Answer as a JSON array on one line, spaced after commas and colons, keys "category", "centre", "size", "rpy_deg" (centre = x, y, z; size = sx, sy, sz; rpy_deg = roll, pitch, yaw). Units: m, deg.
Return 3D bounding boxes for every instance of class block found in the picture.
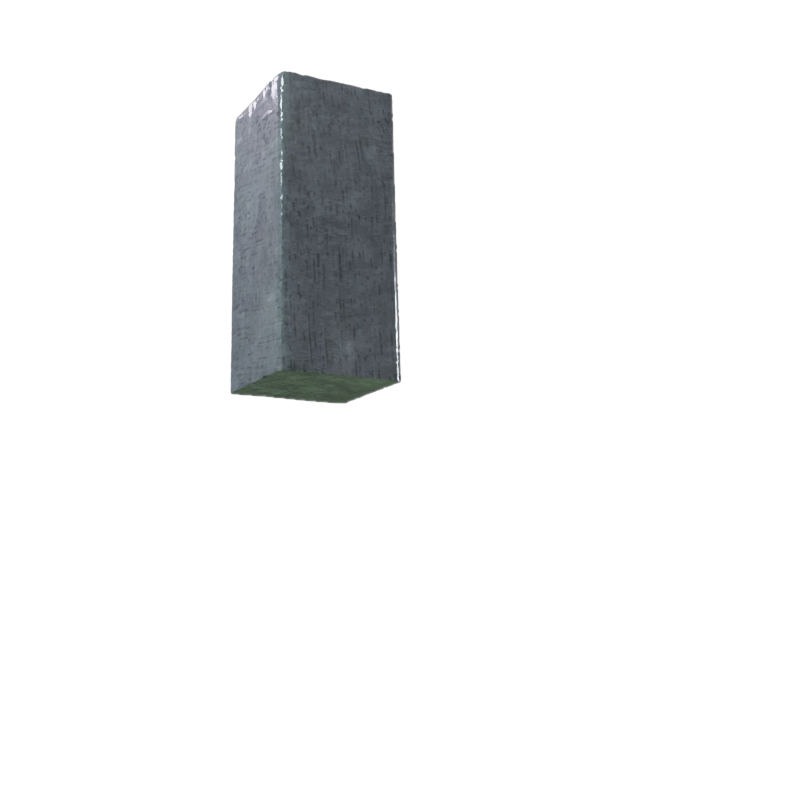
[{"category": "block", "centre": [-0.061, -0.110, 0.770], "size": [0.087, 0.215, 0.090], "rpy_deg": [7, -19, -26]}]
